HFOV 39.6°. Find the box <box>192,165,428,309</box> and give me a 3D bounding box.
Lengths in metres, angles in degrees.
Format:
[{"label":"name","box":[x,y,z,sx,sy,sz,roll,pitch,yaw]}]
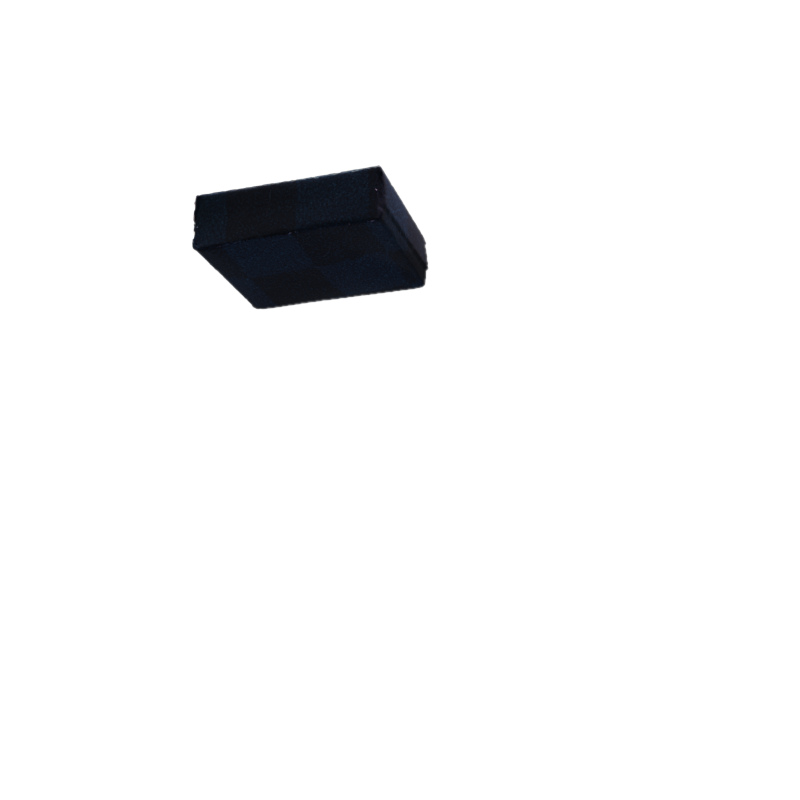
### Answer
[{"label":"box","box":[-0.050,-0.091,0.635,0.115,0.041,0.084,-7,-24,17]}]
